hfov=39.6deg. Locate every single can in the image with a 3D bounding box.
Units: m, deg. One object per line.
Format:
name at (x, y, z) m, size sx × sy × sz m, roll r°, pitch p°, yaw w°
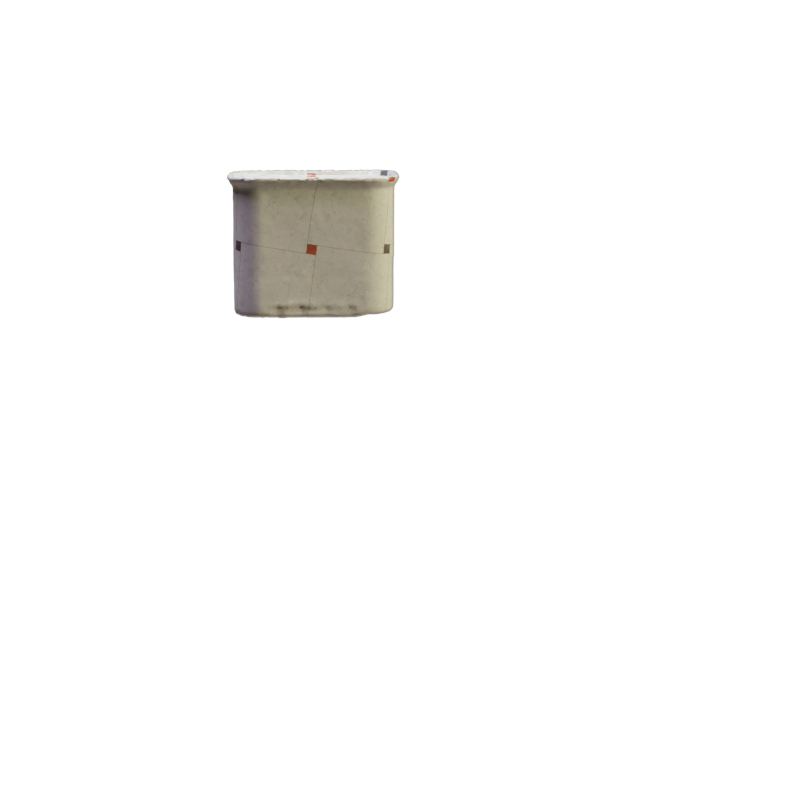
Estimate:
can at (-0.053, -0.096, 0.670) m, size 0.102 × 0.082 × 0.059 m, roll 0°, pitch 11°, yaw -1°
